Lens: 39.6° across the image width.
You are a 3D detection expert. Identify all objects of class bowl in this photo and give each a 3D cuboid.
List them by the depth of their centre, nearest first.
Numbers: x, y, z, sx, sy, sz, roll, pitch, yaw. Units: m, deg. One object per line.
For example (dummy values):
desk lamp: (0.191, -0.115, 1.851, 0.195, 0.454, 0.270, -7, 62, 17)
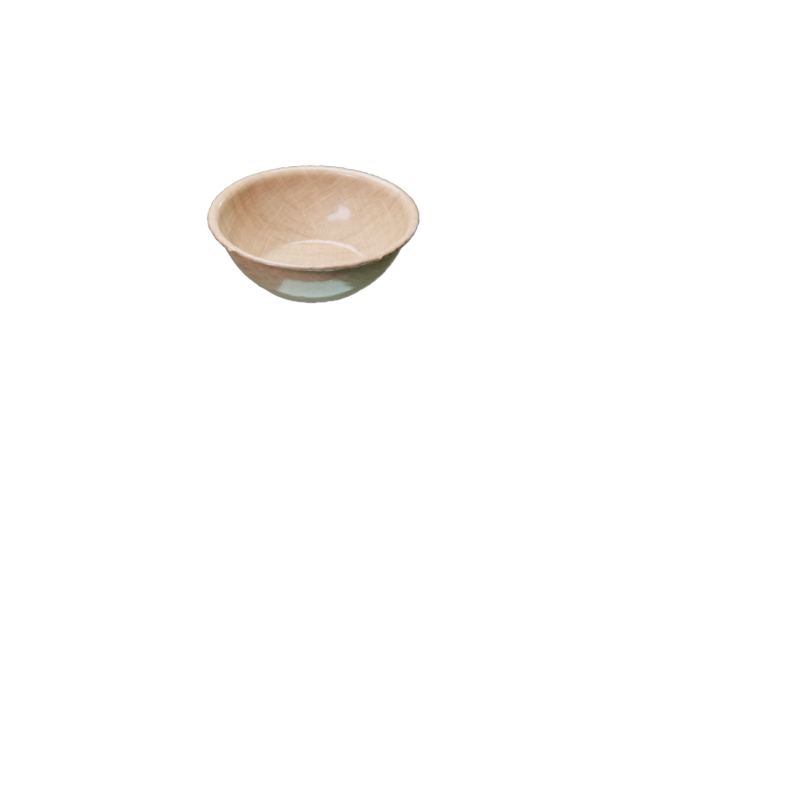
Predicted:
bowl: (-0.067, -0.122, 0.858, 0.162, 0.051, 0.173, -1, 36, -2)
